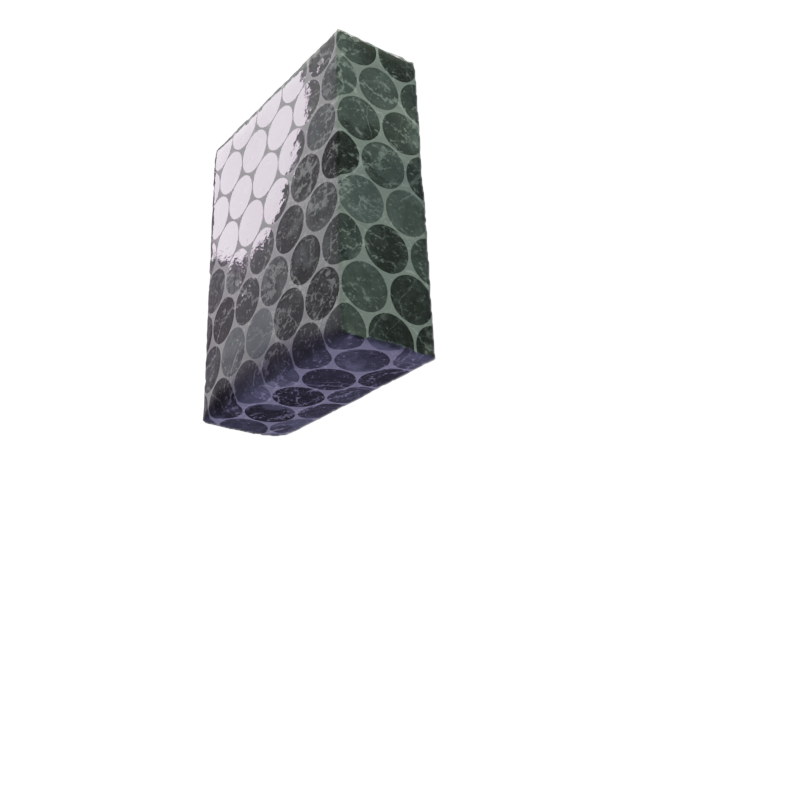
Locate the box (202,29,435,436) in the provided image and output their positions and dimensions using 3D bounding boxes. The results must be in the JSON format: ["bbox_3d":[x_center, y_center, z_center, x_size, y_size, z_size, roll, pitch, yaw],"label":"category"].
[{"bbox_3d":[-0.056,-0.102,0.716,0.068,0.227,0.163,18,-32,-33],"label":"box"}]
